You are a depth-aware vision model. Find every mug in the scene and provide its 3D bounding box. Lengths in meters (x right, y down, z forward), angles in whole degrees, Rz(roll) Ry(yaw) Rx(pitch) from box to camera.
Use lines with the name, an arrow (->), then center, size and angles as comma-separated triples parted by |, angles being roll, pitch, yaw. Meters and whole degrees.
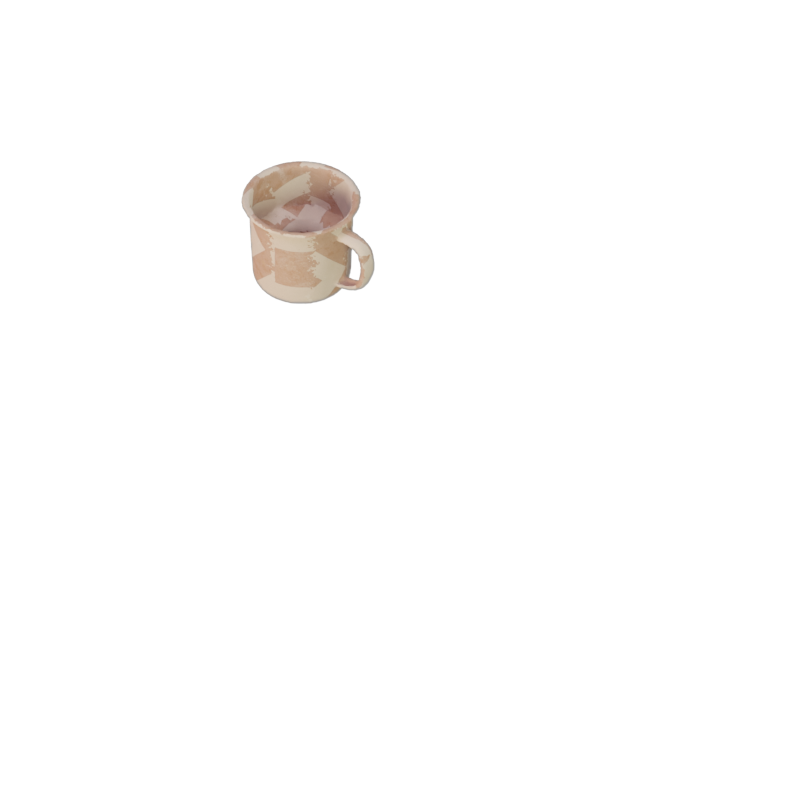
mug -> -0.069, -0.127, 0.886 | 0.123, 0.076, 0.095 | 28, 51, 24
